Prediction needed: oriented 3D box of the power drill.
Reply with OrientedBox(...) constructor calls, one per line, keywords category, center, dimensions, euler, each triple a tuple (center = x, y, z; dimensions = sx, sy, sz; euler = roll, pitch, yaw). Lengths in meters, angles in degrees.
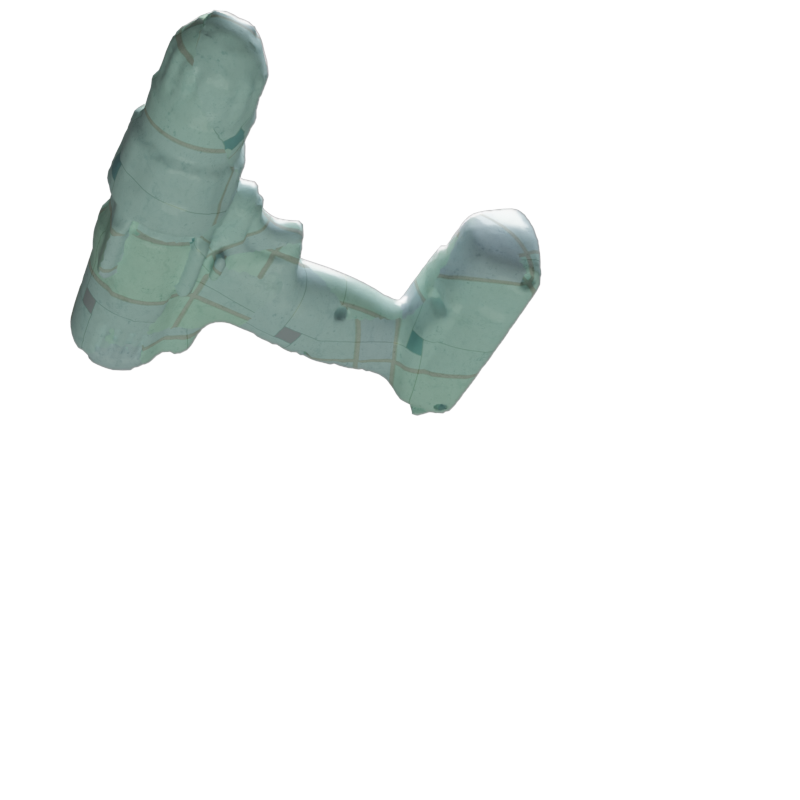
OrientedBox(category="power drill", center=(-0.038, -0.069, 0.487), dimensions=(0.182, 0.062, 0.177), euler=(16, -46, -16))
